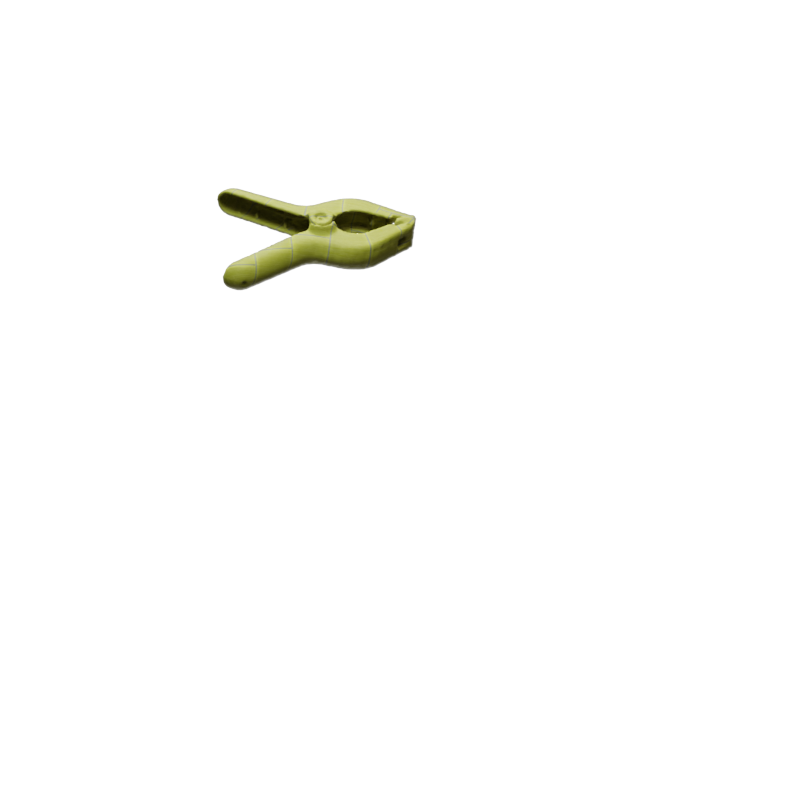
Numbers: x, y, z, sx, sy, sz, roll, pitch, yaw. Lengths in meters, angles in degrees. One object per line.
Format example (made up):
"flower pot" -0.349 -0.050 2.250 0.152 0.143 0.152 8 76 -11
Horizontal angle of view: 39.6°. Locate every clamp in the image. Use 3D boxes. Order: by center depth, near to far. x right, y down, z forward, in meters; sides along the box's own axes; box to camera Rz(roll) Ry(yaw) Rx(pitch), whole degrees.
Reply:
"clamp" -0.072 -0.132 0.925 0.172 0.129 0.036 1 -42 1
